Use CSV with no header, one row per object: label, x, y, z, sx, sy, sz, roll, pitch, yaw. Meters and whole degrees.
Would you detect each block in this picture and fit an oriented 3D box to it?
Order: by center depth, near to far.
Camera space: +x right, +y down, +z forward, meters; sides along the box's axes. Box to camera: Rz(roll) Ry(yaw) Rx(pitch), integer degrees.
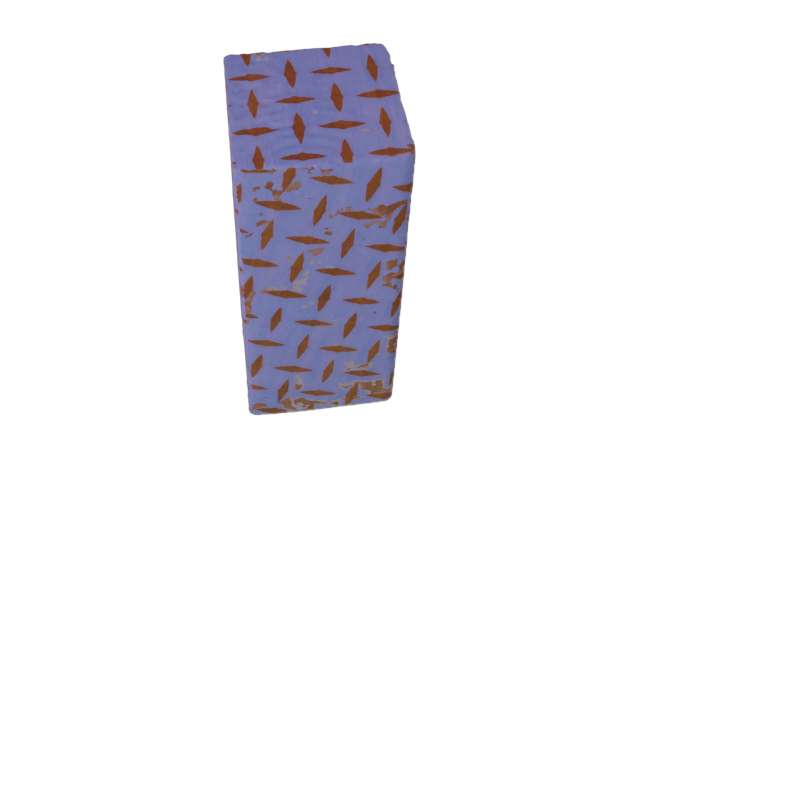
block,-0.049,-0.090,0.629,0.089,0.098,0.192,-5,-38,-8
